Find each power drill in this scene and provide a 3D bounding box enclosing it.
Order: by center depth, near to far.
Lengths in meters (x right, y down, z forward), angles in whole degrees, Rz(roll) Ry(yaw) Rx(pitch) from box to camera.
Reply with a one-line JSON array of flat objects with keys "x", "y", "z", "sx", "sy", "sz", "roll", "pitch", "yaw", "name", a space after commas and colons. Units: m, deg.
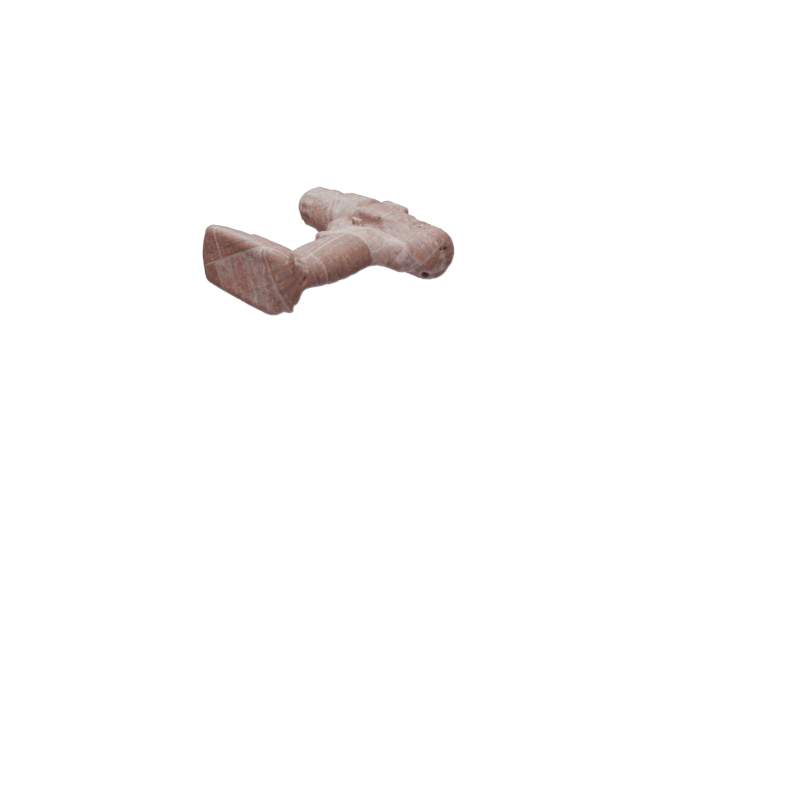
[{"x": -0.076, "y": -0.138, "z": 0.965, "sx": 0.185, "sy": 0.055, "sz": 0.197, "roll": -22, "pitch": 33, "yaw": -37, "name": "power drill"}]
